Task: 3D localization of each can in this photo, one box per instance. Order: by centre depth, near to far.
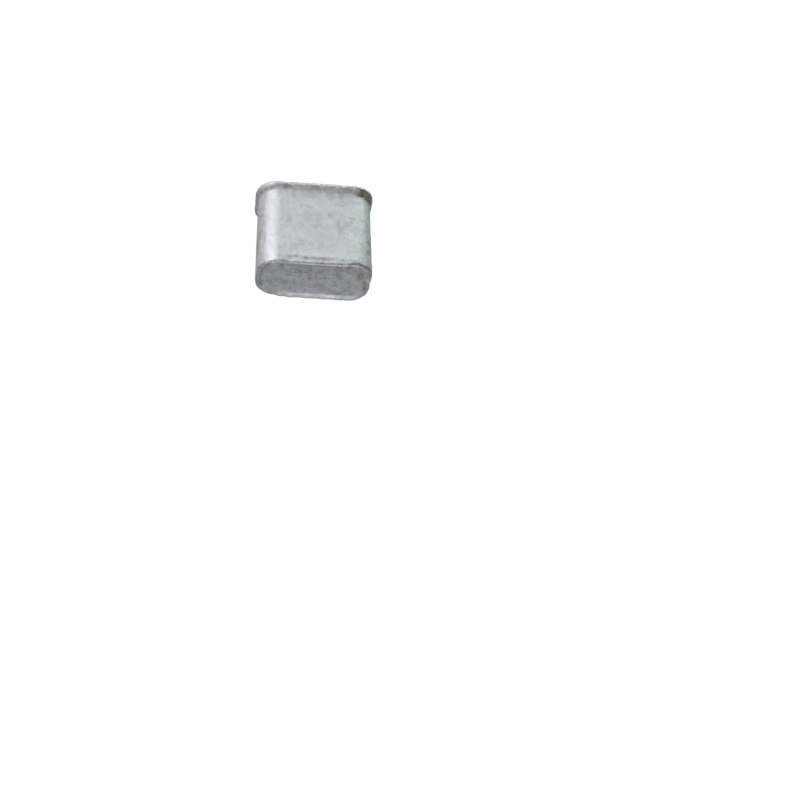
[{"bbox_3d":[-0.074,-0.135,0.943,0.101,0.090,0.054,3,-34,-6],"label":"can"}]
